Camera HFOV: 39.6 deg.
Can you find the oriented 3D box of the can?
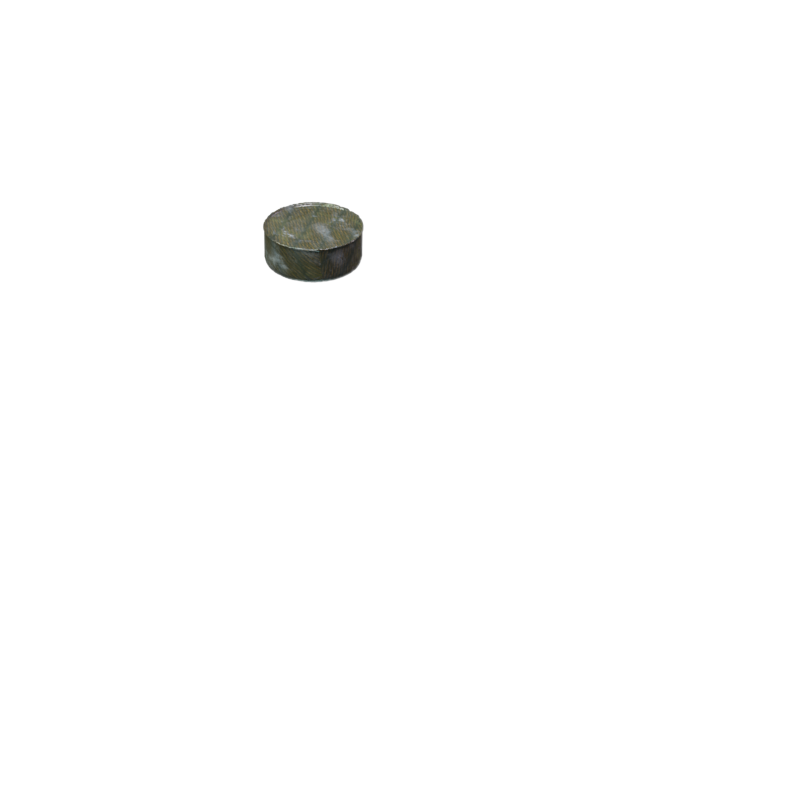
[{"bbox_3d":[-0.074,-0.136,0.951,0.086,0.031,0.092,-1,34,-2],"label":"can"}]
